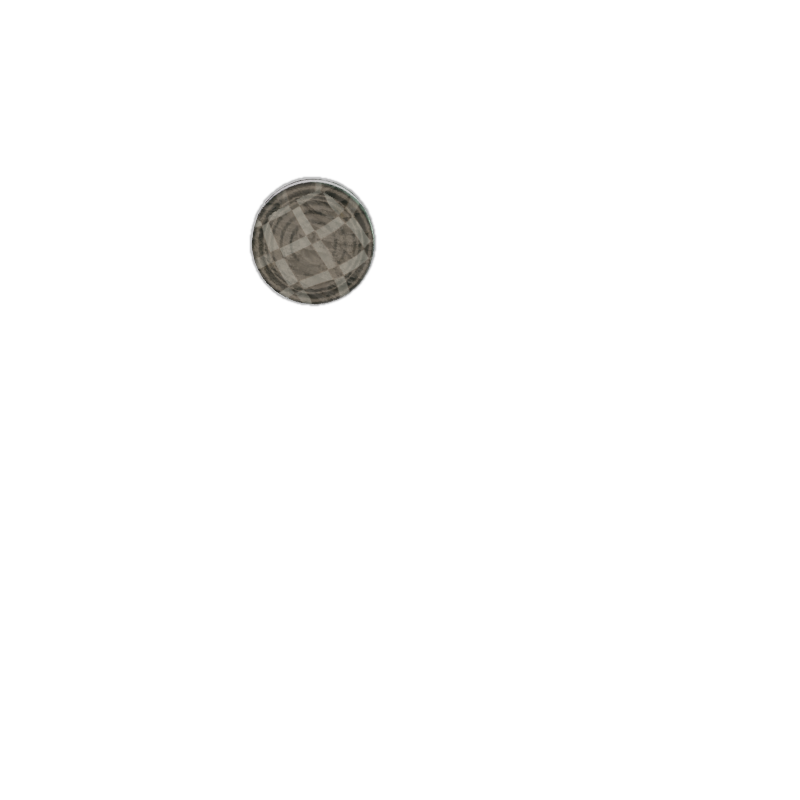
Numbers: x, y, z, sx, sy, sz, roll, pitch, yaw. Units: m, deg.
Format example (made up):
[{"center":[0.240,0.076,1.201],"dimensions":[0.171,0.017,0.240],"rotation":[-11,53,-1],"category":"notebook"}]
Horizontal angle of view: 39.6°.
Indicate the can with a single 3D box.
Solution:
[{"center":[-0.060,-0.109,0.763],"dimensions":[0.086,0.084,0.034],"rotation":[0,8,-1],"category":"can"}]
